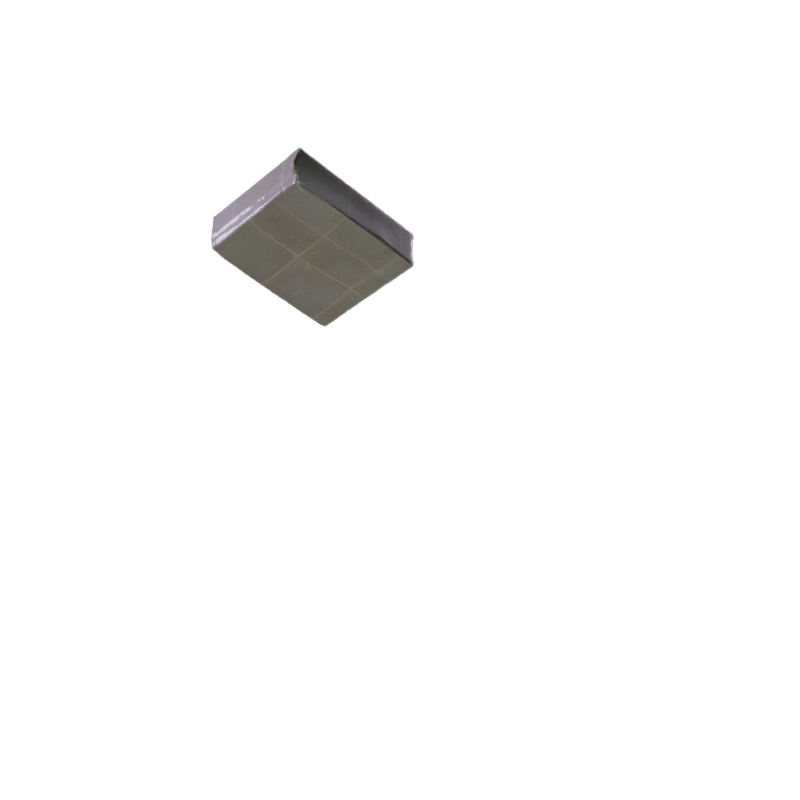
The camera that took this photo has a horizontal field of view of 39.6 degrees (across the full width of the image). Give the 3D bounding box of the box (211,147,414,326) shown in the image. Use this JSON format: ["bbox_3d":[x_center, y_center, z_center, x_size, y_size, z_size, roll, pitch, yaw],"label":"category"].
[{"bbox_3d":[-0.060,-0.109,0.761,0.107,0.042,0.089,34,-52,-32],"label":"box"}]
